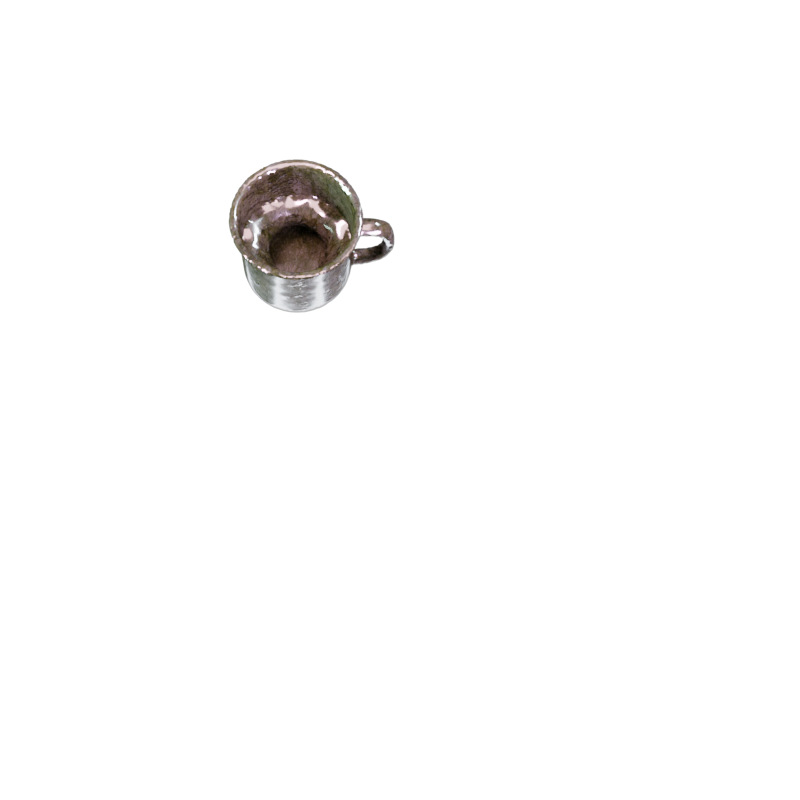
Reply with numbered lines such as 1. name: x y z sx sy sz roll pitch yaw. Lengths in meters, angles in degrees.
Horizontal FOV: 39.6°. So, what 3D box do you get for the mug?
1. mug: -0.063 -0.115 0.803 0.117 0.098 0.077 -3 -22 -3
